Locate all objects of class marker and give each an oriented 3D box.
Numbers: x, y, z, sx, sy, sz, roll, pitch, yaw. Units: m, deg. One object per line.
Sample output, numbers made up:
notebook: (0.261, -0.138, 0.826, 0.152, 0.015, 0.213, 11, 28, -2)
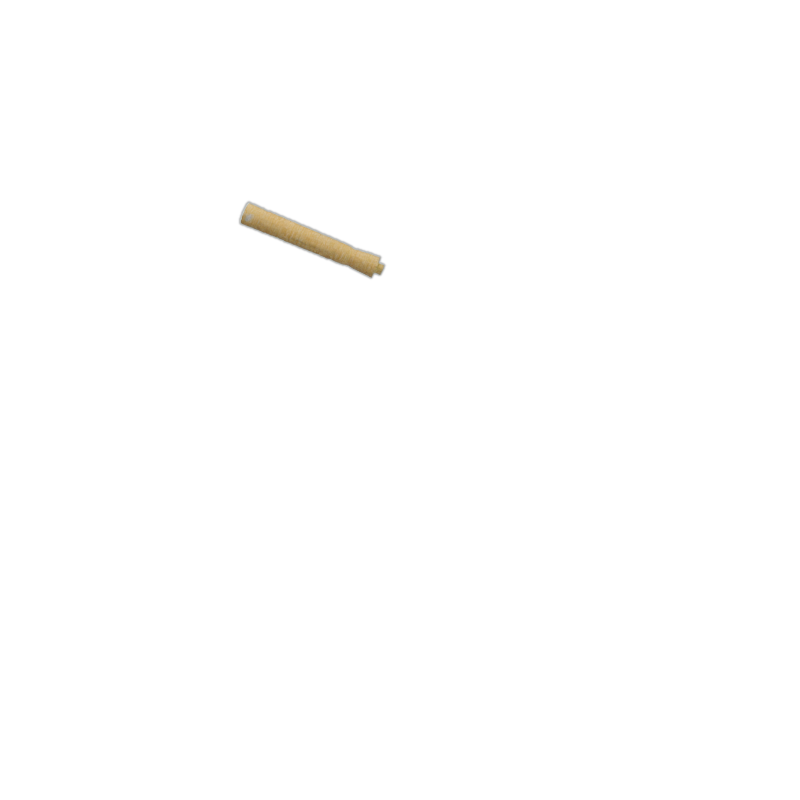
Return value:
marker: (-0.070, -0.127, 0.889, 0.122, 0.020, 0.020, 23, 5, 4)
